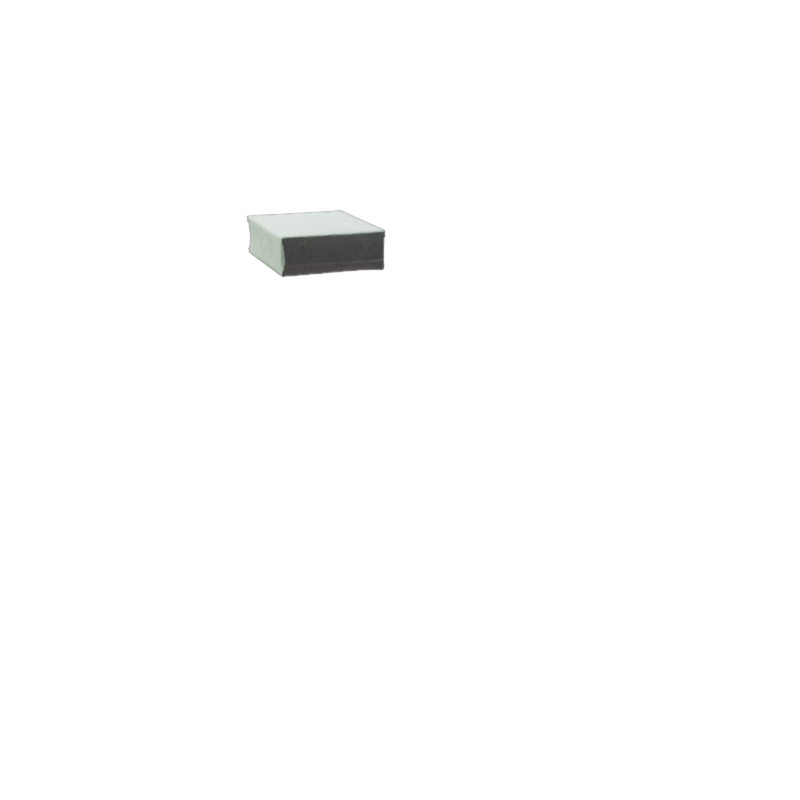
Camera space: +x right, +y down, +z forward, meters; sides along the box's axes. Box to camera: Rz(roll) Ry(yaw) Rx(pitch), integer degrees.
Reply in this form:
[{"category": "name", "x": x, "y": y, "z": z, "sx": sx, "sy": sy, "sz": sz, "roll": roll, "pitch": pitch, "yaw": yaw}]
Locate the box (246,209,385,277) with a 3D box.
[{"category": "box", "x": -0.074, "y": -0.134, "z": 0.941, "sx": 0.088, "sy": 0.038, "sz": 0.119, "roll": -5, "pitch": 17, "yaw": -20}]
